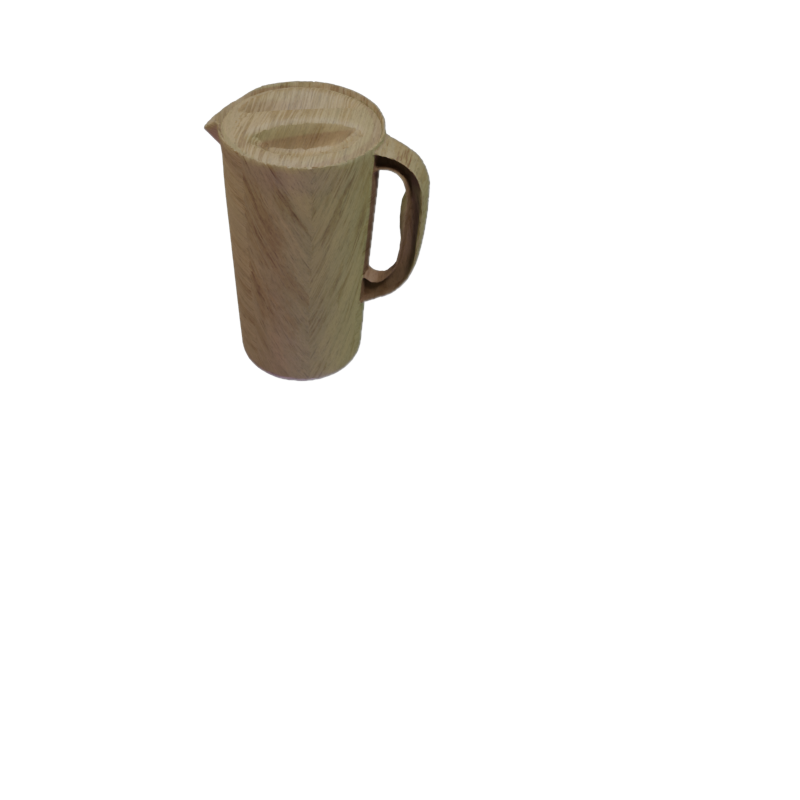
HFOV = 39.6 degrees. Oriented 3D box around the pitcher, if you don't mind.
[{"bbox_3d":[-0.073,-0.133,0.934,0.143,0.227,0.161,-17,44,-22],"label":"pitcher"}]
